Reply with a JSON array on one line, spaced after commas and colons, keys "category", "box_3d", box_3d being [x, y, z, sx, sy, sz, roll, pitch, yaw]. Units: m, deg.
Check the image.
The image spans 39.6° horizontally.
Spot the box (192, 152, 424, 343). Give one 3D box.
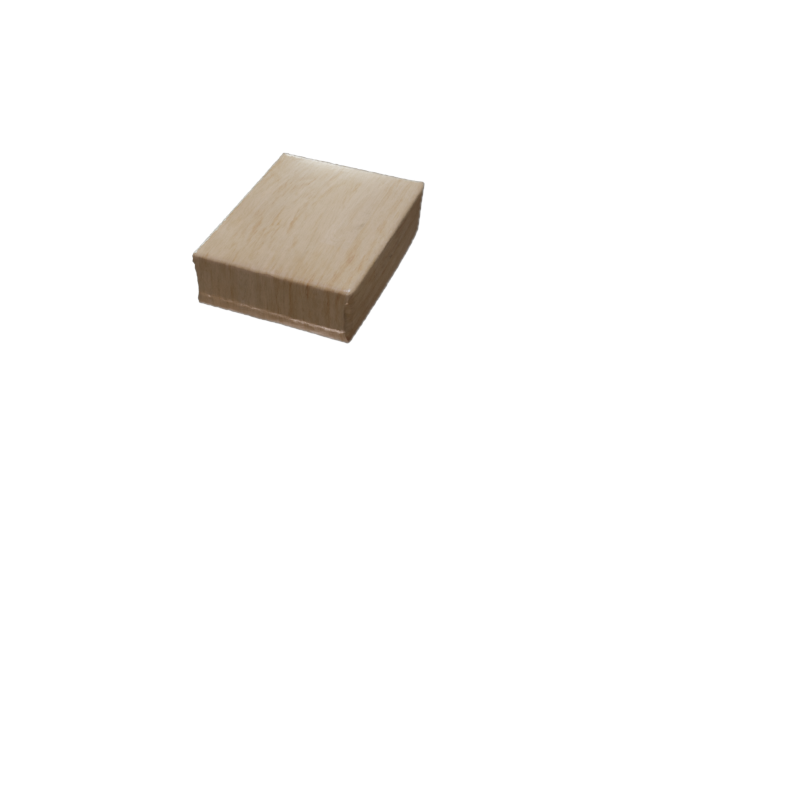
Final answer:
[{"category": "box", "box_3d": [-0.047, -0.086, 0.606, 0.093, 0.036, 0.118, 15, 41, 17]}]
